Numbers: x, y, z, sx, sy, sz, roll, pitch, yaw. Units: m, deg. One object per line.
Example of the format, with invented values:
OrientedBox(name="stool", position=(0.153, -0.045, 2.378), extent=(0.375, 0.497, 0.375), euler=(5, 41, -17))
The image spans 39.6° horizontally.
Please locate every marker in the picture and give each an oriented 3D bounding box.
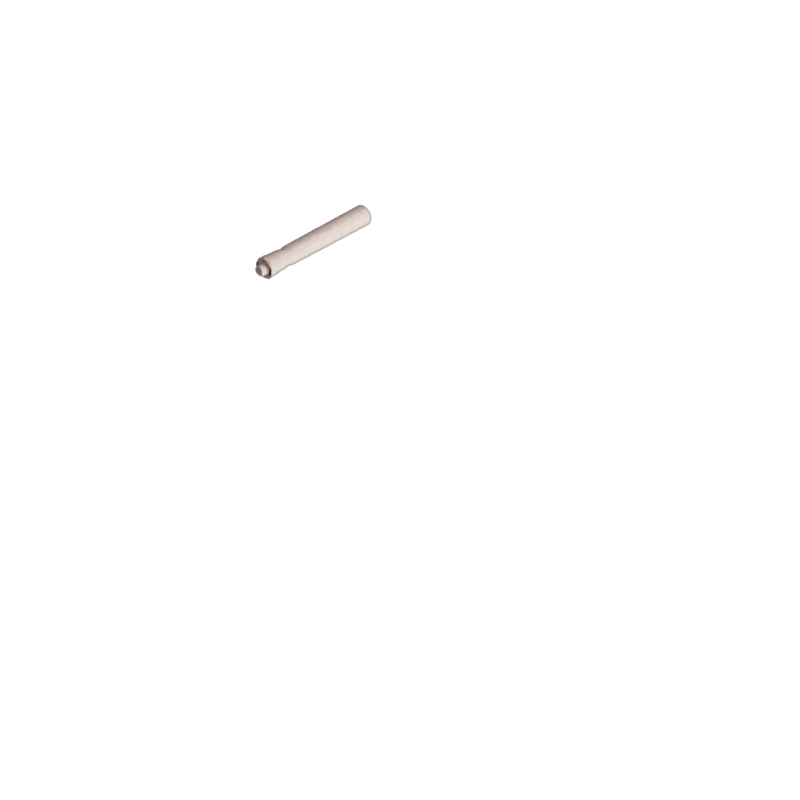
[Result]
OrientedBox(name="marker", position=(-0.071, -0.129, 0.903), extent=(0.021, 0.019, 0.121), euler=(4, 30, 47))
